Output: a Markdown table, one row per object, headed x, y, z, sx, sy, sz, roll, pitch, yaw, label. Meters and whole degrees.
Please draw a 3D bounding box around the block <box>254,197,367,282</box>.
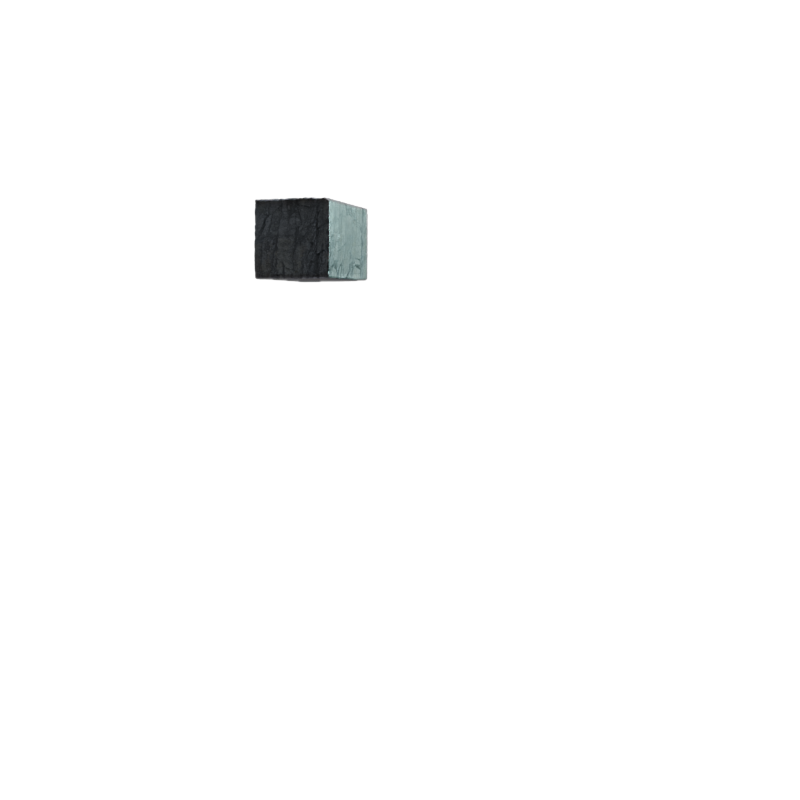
| x | y | z | sx | sy | sz | roll | pitch | yaw | label |
| --- | --- | --- | --- | --- | --- | --- | --- | --- | --- |
| -0.057 | -0.105 | 0.733 | 0.054 | 0.051 | 0.076 | 0 | 2 | 18 | block |
